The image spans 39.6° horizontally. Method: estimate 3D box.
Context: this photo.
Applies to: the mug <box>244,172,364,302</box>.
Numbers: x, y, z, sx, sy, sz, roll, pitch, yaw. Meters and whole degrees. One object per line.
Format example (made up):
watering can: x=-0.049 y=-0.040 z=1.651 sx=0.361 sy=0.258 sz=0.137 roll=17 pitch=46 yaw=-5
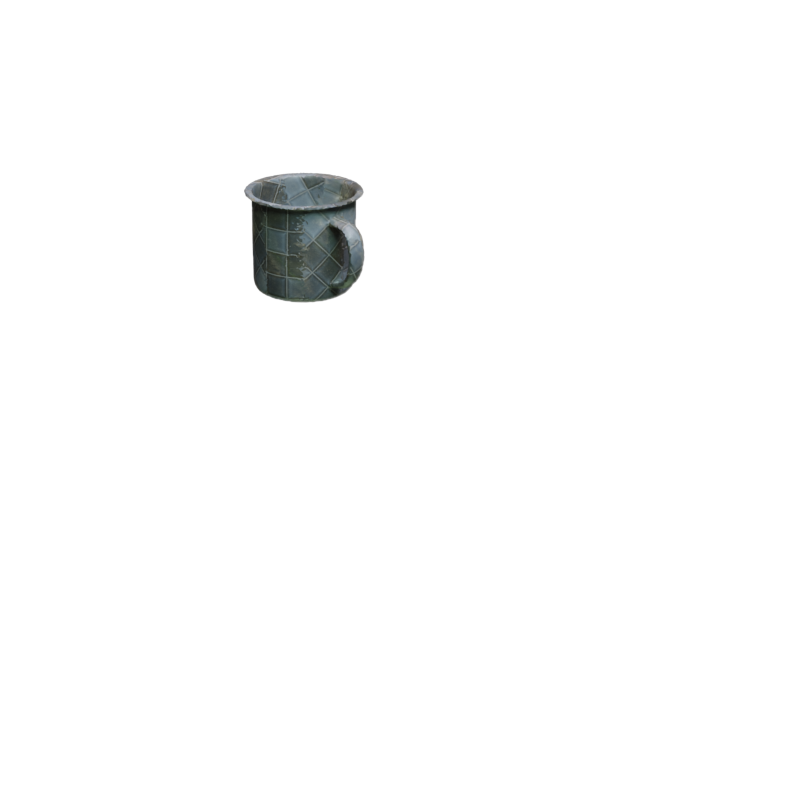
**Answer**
mug: x=-0.068 y=-0.124 z=0.870 sx=0.092 sy=0.078 sz=0.125 roll=-19 pitch=31 yaw=-37
